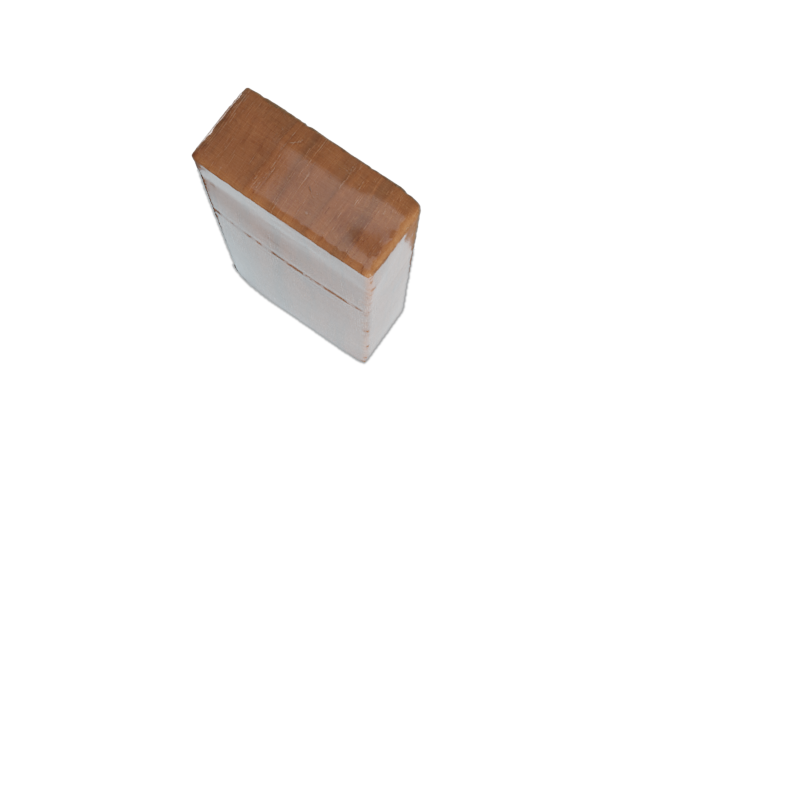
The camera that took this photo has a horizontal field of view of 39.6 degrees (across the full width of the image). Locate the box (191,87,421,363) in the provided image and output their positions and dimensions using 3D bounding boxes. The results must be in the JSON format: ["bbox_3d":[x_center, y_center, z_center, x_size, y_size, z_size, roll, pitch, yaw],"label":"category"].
[{"bbox_3d":[-0.041,-0.076,0.531,0.095,0.049,0.170,36,-12,5],"label":"box"}]
